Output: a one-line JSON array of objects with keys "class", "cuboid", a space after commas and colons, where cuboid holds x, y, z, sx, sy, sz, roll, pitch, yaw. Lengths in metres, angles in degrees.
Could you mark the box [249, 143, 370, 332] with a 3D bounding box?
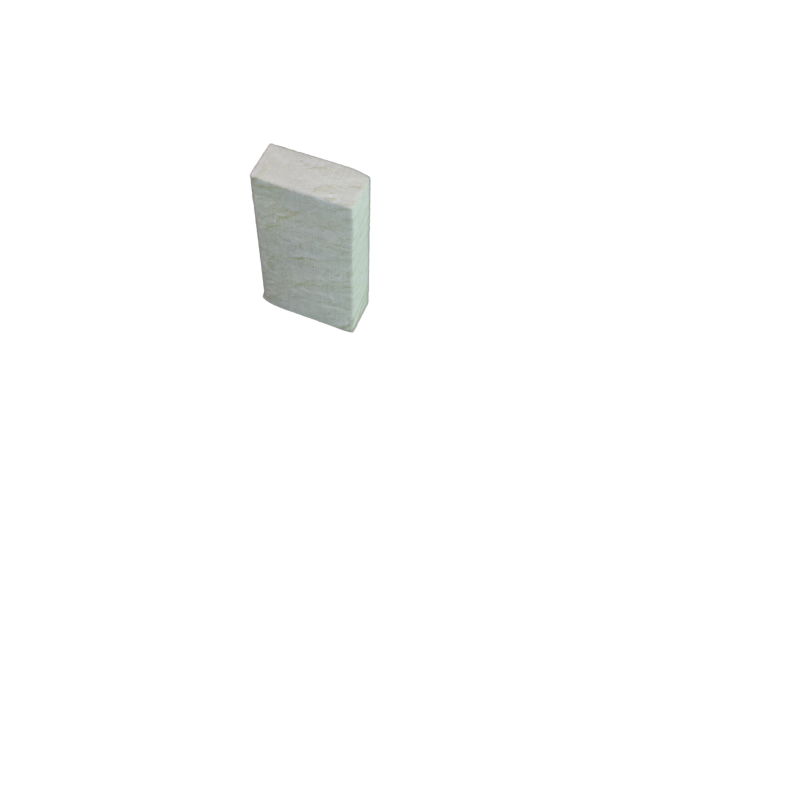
[{"class": "box", "cuboid": [-0.074, -0.135, 0.947, 0.096, 0.050, 0.165, 21, -34, 12]}]
